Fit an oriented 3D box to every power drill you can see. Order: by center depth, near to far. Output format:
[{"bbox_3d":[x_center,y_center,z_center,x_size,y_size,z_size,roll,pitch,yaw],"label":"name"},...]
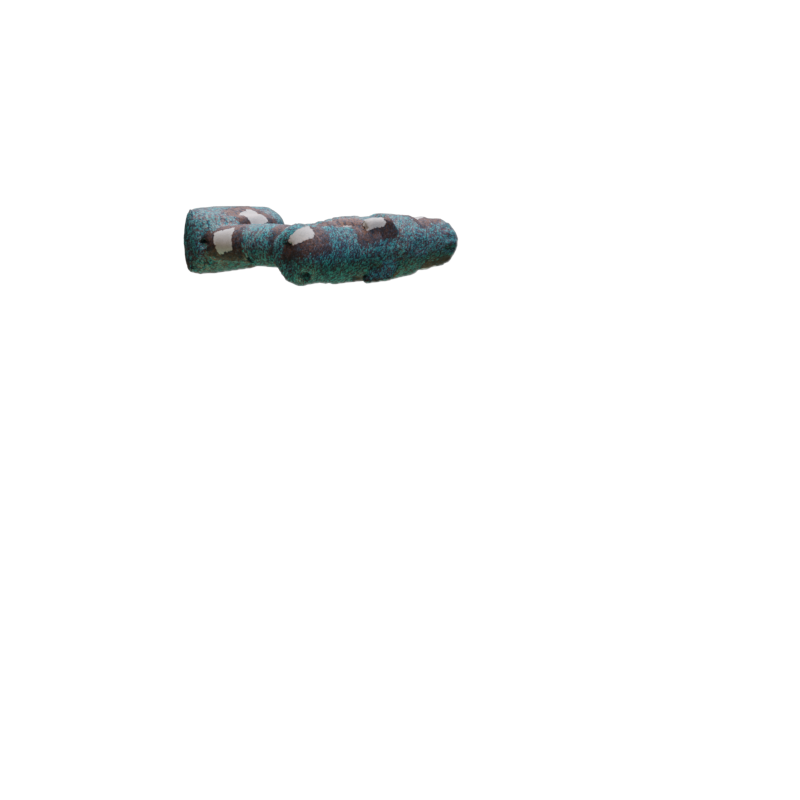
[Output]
[{"bbox_3d":[-0.071,-0.129,0.905,0.196,0.057,0.179,9,13,43],"label":"power drill"}]
